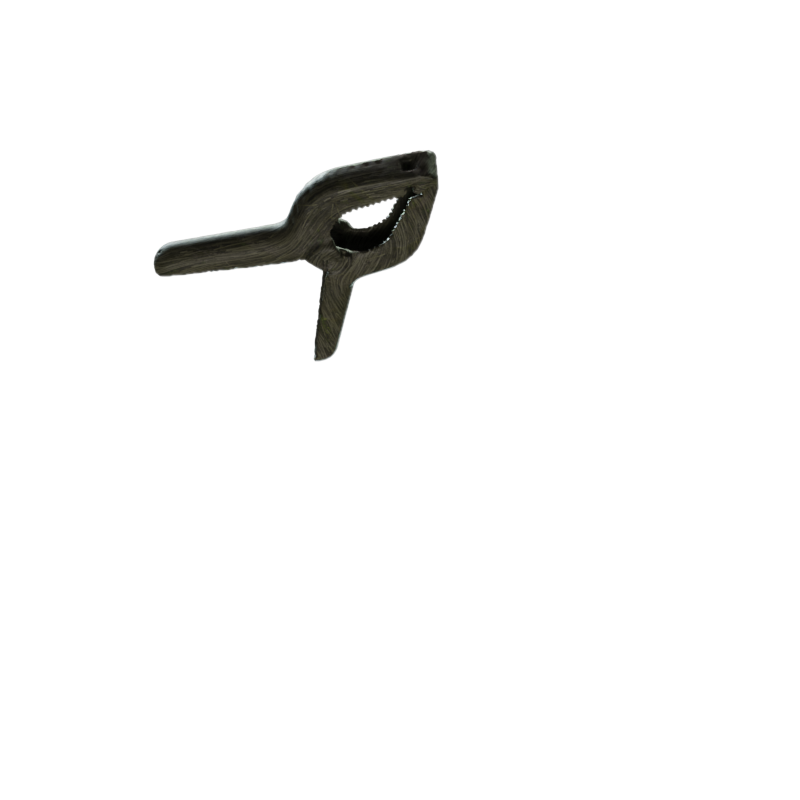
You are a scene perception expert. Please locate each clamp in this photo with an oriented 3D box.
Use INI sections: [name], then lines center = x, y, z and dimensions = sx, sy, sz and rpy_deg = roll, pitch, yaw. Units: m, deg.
[clamp]
center = -0.060, -0.110, 0.770
dimensions = 0.156, 0.039, 0.206
rpy_deg = 25, -44, -28
